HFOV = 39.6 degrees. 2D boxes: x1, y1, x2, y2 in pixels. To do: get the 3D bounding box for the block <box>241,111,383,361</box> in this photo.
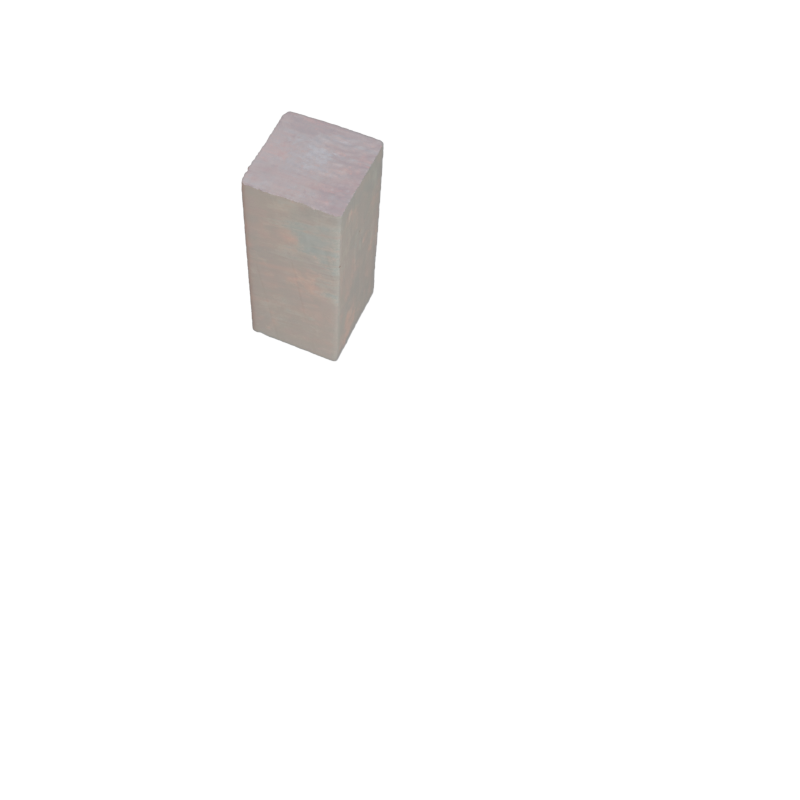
[{"bbox_3d":[-0.076,-0.137,0.960,0.092,0.094,0.193,21,-32,10],"label":"block"}]
